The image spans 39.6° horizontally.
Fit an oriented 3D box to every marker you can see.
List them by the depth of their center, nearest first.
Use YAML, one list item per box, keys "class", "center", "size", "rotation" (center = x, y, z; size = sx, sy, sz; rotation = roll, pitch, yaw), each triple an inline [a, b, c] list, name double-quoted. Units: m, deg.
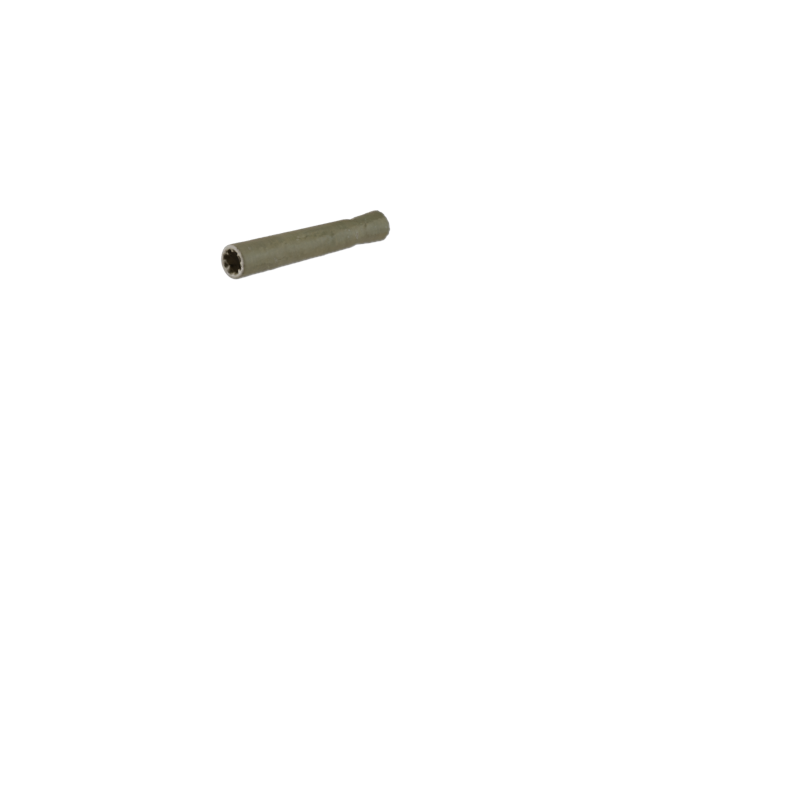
- class: "marker"
  center: [-0.048, -0.088, 0.619]
  size: [0.021, 0.019, 0.119]
  rotation: [4, 18, 42]
